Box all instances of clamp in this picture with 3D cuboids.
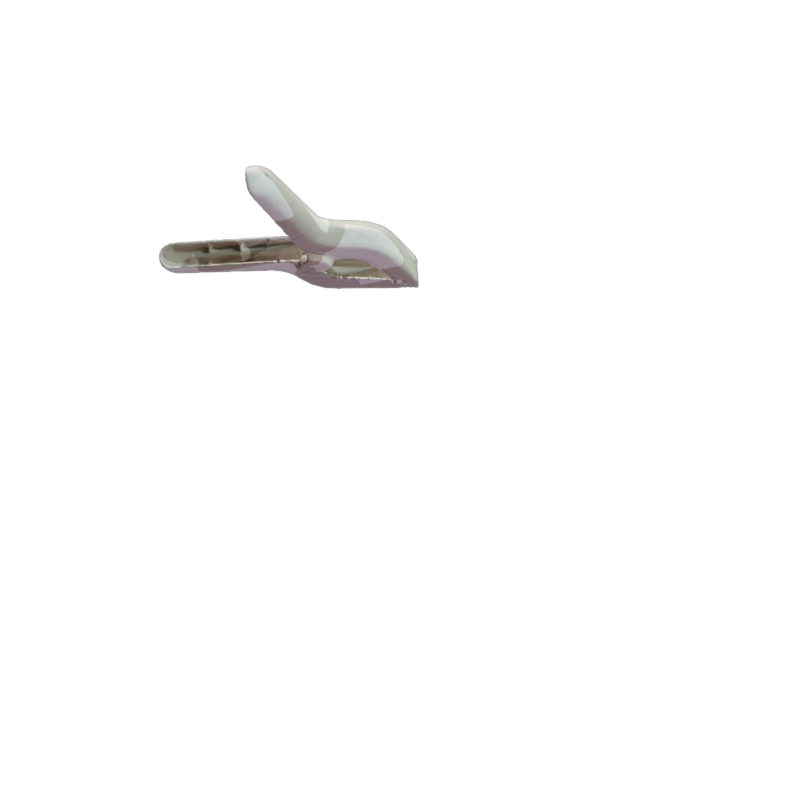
[{"bbox_3d":[-0.069,-0.126,0.883,0.203,0.038,0.162,9,-21,-24],"label":"clamp"}]
